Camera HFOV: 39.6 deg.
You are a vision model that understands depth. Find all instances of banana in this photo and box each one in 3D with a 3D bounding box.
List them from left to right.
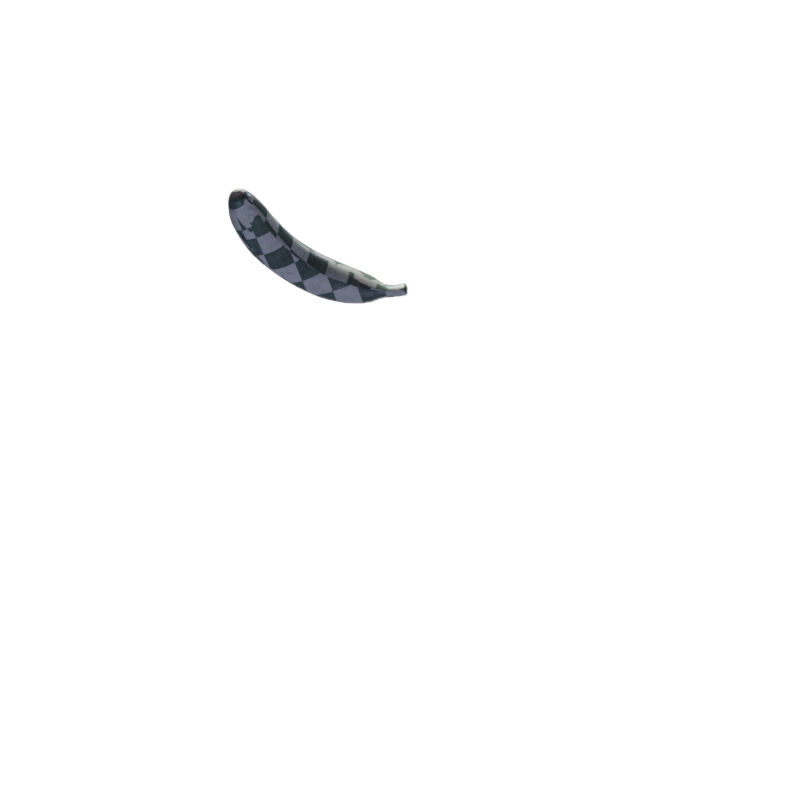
[{"bbox_3d":[-0.086,-0.131,0.994,0.187,0.039,0.069,26,-44,-31],"label":"banana"}]
